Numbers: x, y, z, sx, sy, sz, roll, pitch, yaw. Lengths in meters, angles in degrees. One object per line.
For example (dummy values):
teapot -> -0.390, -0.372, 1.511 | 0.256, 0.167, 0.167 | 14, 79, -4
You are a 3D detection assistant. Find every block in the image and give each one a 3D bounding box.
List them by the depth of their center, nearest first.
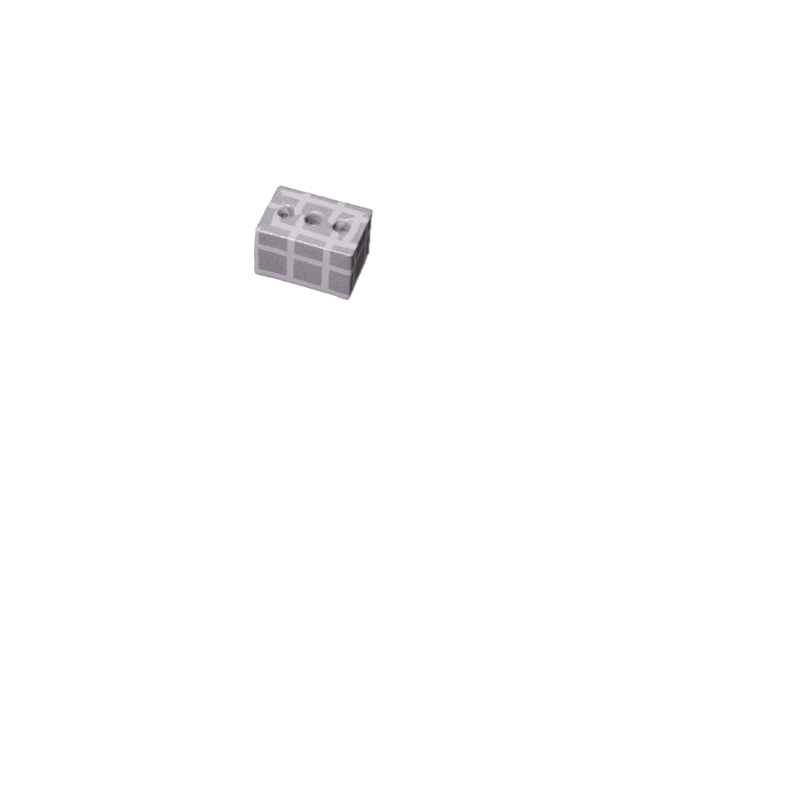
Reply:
block -> -0.065, -0.119, 0.836 | 0.080, 0.055, 0.048 | 16, -38, 11
